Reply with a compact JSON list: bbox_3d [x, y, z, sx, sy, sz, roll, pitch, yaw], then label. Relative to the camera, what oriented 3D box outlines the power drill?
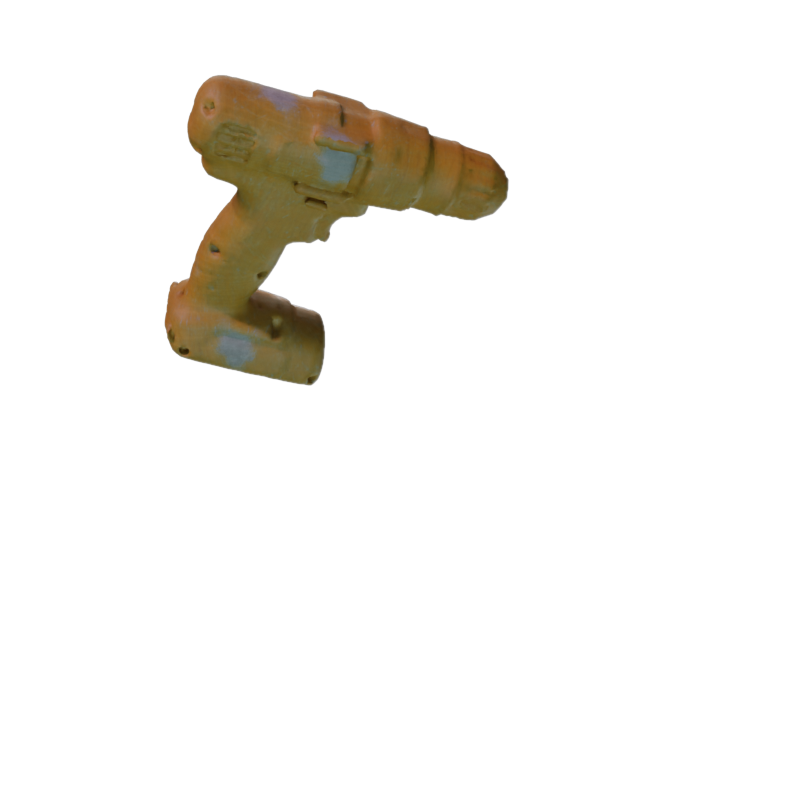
[{"bbox_3d":[-0.051,-0.093,0.654,0.180,0.179,0.061,16,39,-13],"label":"power drill"}]
